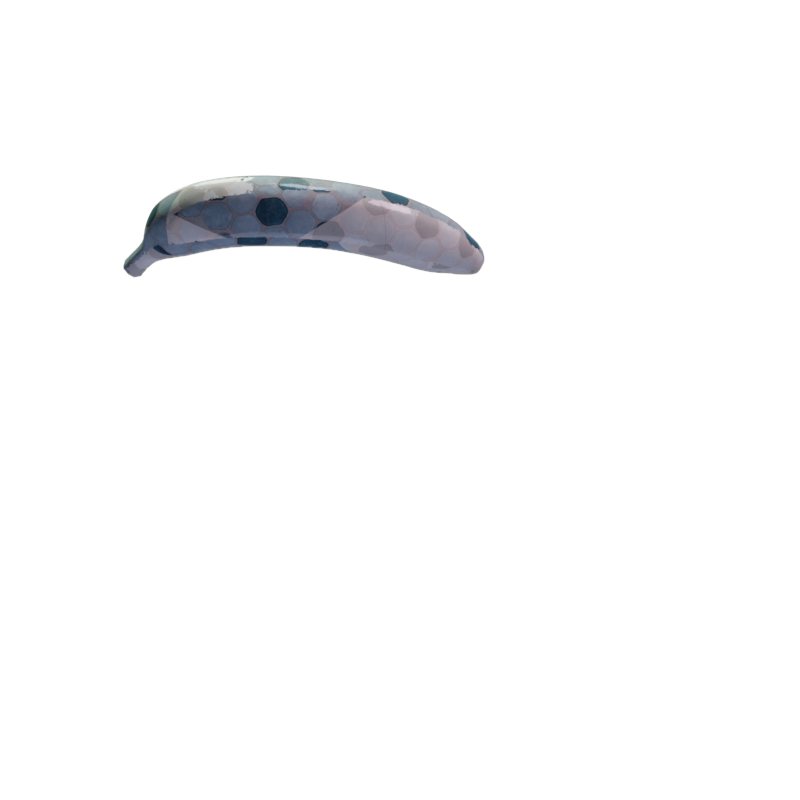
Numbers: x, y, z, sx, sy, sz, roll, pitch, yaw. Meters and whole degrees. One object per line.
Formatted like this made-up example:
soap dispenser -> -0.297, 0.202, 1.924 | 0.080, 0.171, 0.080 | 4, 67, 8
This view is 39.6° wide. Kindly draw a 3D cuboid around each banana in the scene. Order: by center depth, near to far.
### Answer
banana -> -0.049, -0.092, 0.588 | 0.197, 0.039, 0.067 | 1, -19, -4
